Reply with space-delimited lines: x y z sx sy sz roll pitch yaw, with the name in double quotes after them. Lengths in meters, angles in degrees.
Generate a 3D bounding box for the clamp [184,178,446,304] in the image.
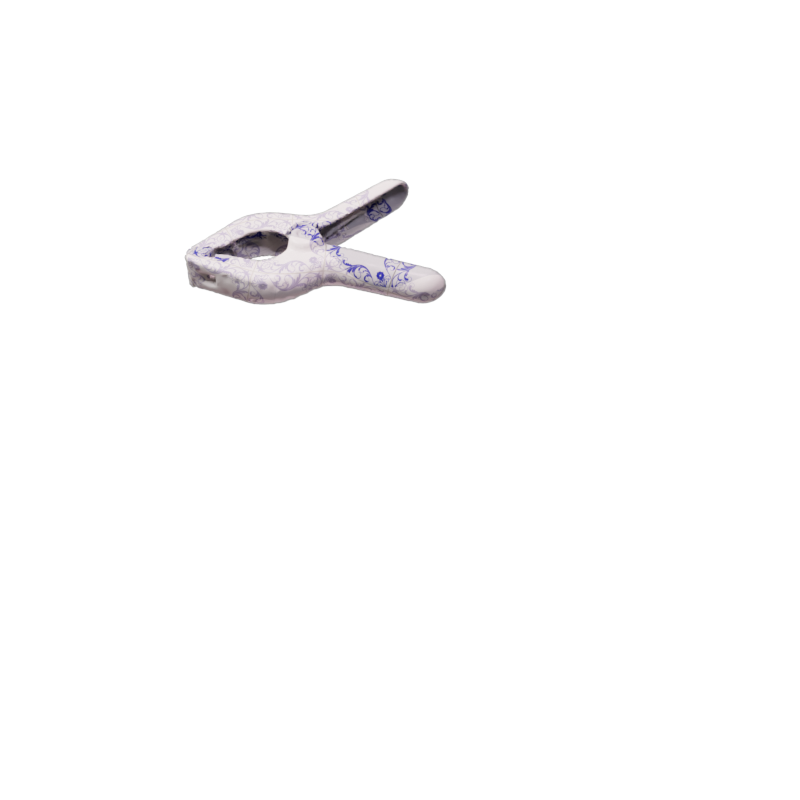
-0.060 -0.109 0.762 0.171 0.037 0.129 -1 39 -2 "clamp"
